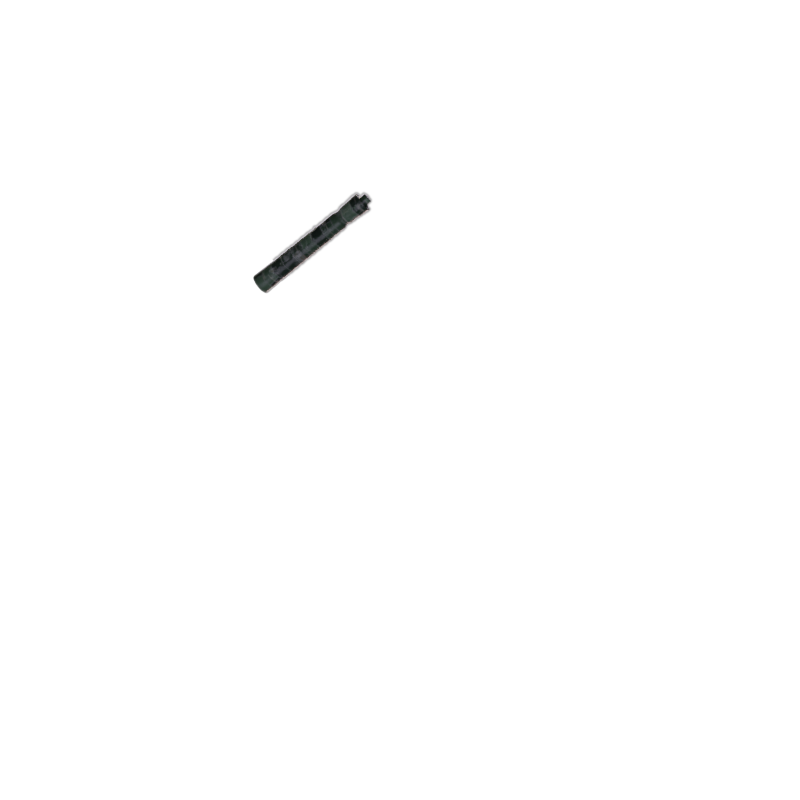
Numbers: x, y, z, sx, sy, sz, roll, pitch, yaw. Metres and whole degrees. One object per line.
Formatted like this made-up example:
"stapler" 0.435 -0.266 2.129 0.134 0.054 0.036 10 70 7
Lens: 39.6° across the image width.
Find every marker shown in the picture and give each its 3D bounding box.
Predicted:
"marker" -0.073 -0.133 0.935 0.120 0.020 0.019 -37 -6 14
